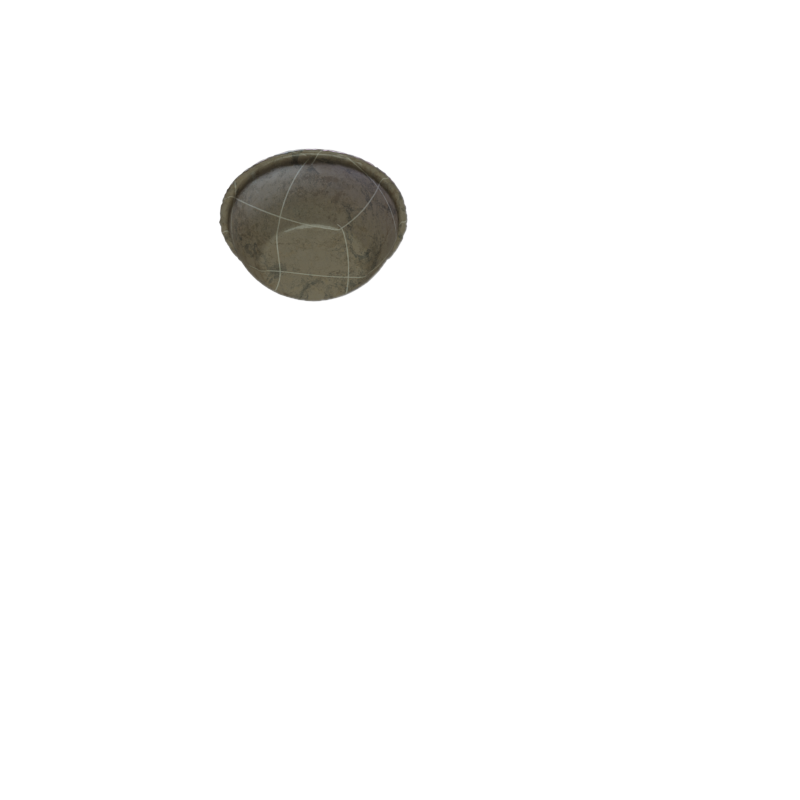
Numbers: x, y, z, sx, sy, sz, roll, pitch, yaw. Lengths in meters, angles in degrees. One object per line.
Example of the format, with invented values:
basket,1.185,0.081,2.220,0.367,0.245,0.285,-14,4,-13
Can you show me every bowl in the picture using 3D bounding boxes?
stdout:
bowl,-0.073,-0.134,0.937,0.162,0.059,0.151,1,-42,-1
